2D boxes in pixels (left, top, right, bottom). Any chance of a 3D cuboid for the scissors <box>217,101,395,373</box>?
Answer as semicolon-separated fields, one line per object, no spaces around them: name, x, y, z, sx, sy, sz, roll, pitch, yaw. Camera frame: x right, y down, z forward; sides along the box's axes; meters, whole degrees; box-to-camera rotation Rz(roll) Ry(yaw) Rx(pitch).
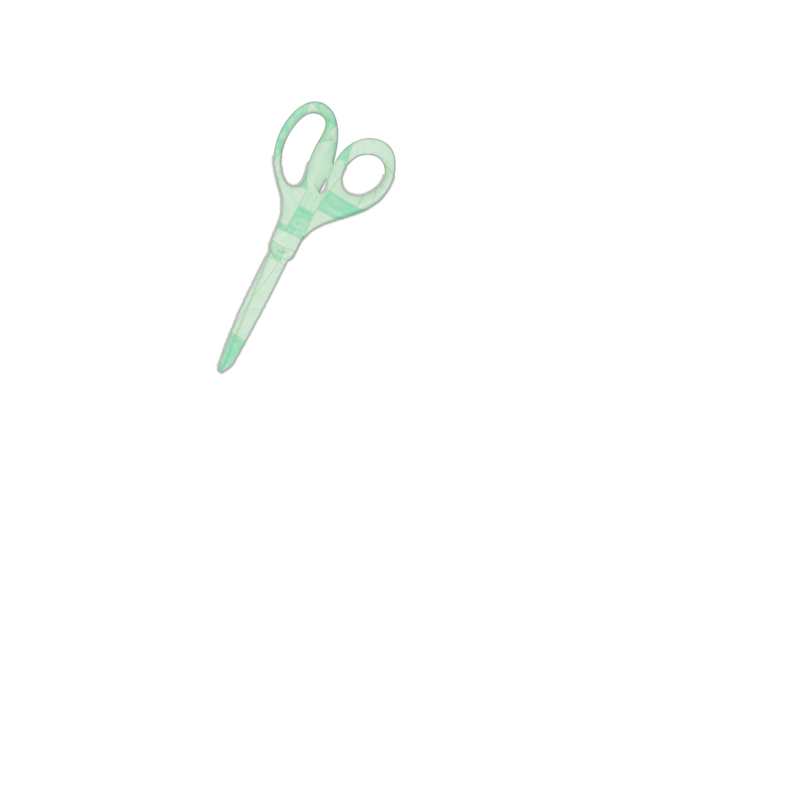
scissors;-0.060;-0.110;0.770;0.096;0.208;0.015;9;-14;2
